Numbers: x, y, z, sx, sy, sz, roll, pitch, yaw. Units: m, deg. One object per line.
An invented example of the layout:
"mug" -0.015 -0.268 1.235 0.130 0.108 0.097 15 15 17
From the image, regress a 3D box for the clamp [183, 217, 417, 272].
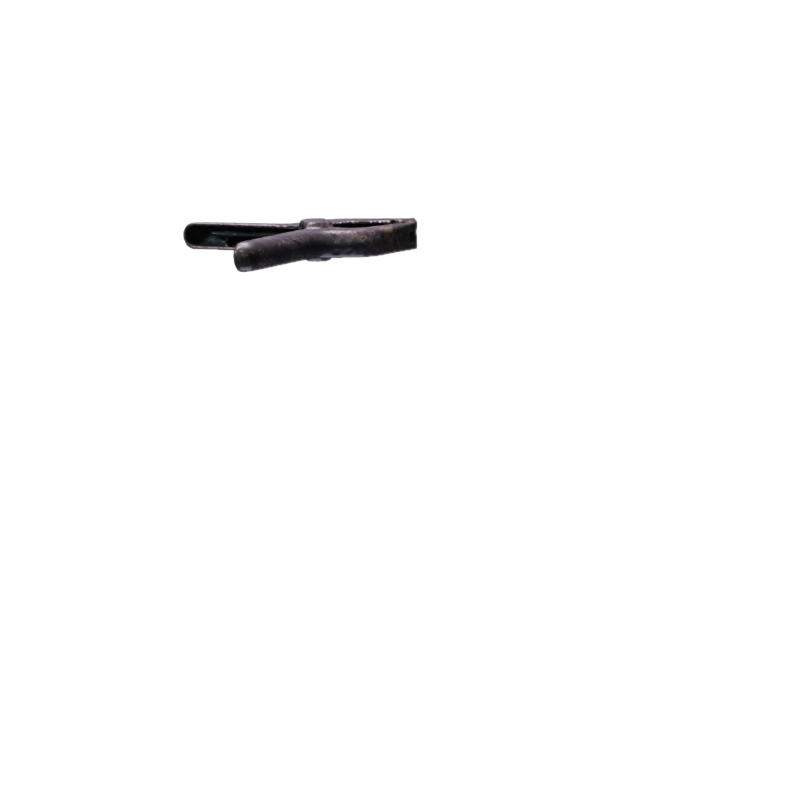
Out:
"clamp" -0.077 -0.141 0.984 0.206 0.035 0.173 -5 17 -16
